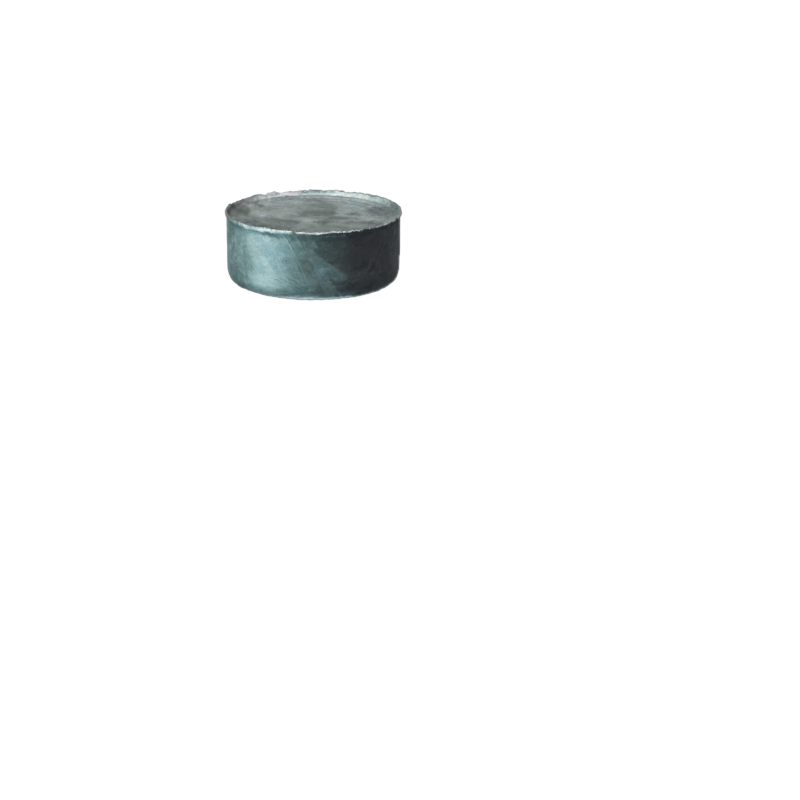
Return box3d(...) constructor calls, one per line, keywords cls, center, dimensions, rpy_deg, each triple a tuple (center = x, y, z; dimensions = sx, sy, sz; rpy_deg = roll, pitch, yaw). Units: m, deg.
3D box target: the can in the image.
box3d(cls="can", center=(-0.042, -0.077, 0.540), dimensions=(0.086, 0.032, 0.090), rpy_deg=(-1, 22, -2))
